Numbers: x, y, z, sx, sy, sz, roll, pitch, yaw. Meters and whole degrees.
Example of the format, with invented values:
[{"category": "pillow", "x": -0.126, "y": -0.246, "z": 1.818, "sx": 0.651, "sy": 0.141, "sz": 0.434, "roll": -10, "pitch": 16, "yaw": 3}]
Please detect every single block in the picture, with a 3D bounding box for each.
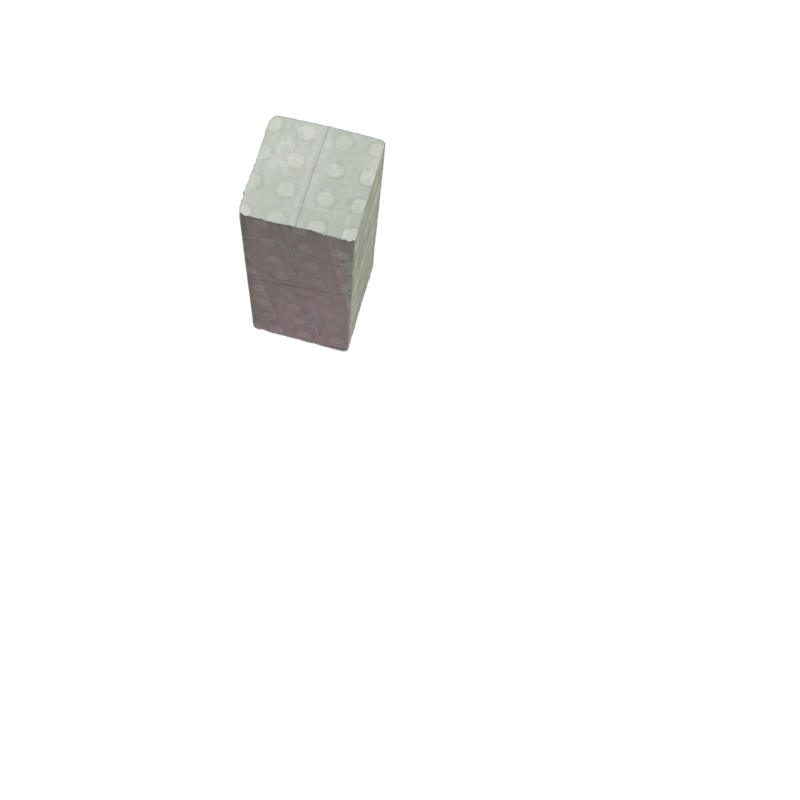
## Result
[{"category": "block", "x": -0.071, "y": -0.128, "z": 0.893, "sx": 0.091, "sy": 0.095, "sz": 0.196, "roll": 15, "pitch": -22, "yaw": 2}]
